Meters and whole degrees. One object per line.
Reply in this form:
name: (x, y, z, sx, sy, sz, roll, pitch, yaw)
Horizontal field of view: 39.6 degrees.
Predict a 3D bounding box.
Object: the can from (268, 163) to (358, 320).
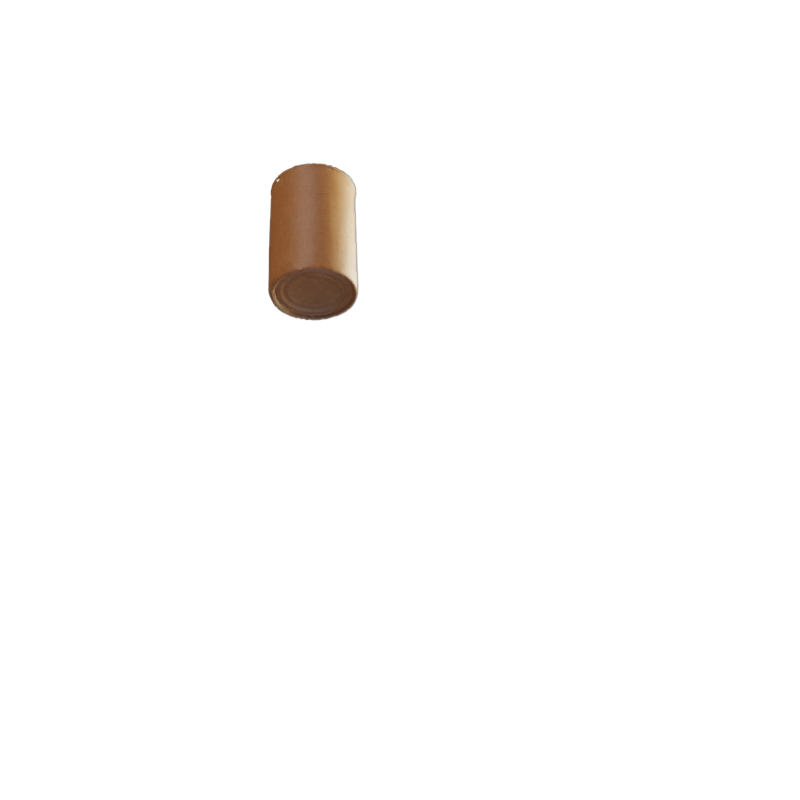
can: (-0.066, -0.121, 0.844, 0.068, 0.109, 0.064, -1, -36, -2)
